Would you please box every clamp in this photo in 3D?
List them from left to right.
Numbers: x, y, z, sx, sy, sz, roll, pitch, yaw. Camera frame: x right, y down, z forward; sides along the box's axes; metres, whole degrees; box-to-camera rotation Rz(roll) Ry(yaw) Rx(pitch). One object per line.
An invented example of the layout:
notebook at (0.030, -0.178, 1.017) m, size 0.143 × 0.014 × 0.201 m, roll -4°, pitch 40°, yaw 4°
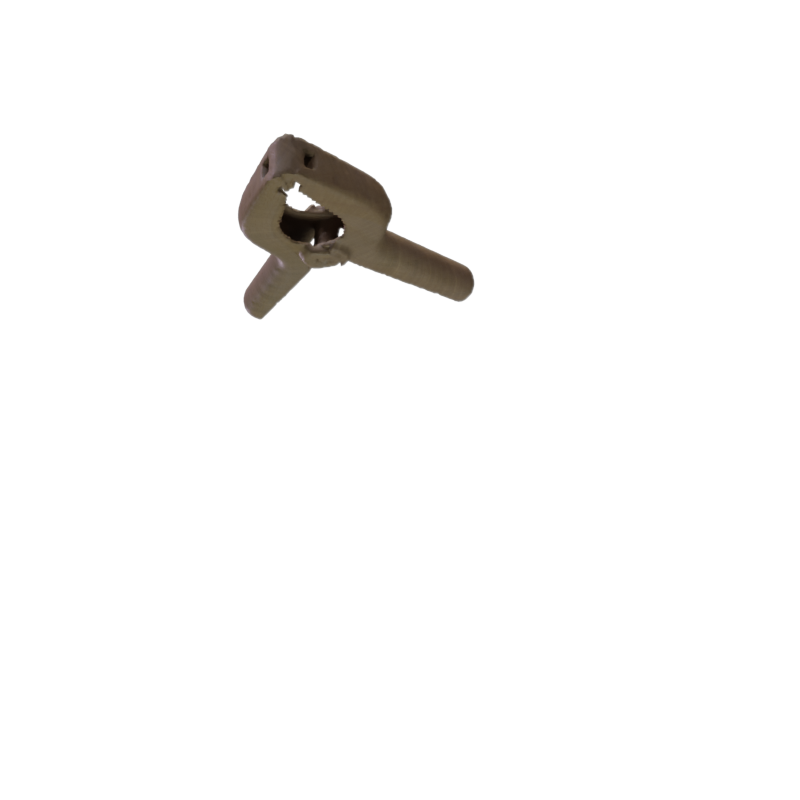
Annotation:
clamp at (-0.056, -0.102, 0.713) m, size 0.167 × 0.038 × 0.196 m, roll -7°, pitch -22°, yaw 18°
